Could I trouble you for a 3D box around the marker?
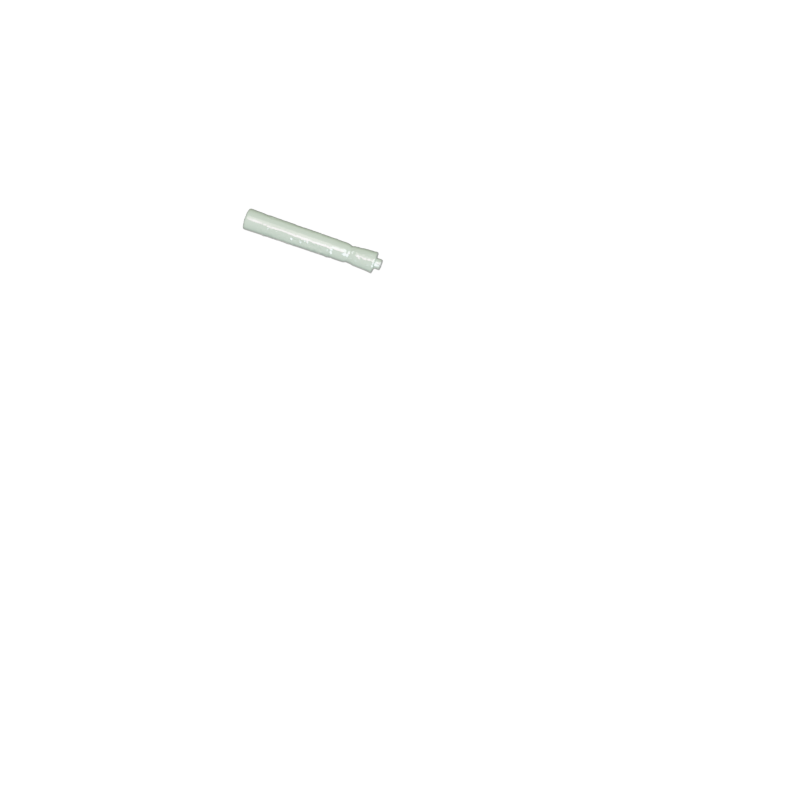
[{"bbox_3d":[-0.073,-0.133,0.931,0.123,0.020,0.020,20,6,7],"label":"marker"}]
